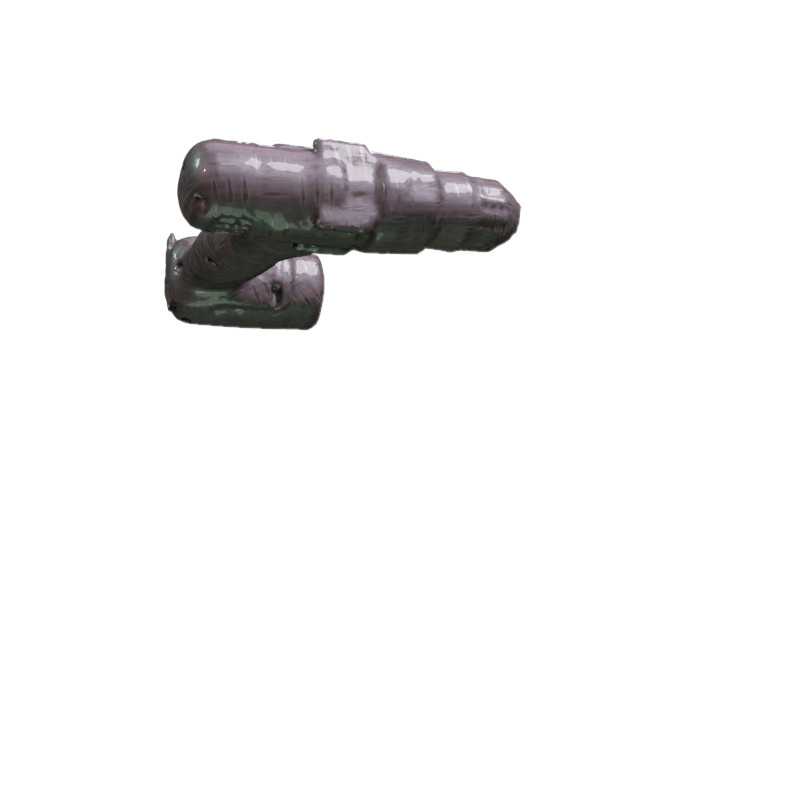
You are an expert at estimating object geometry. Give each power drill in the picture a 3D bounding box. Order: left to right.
[{"bbox_3d":[-0.049,-0.090,0.632,0.179,0.060,0.185,6,-16,-21],"label":"power drill"}]
